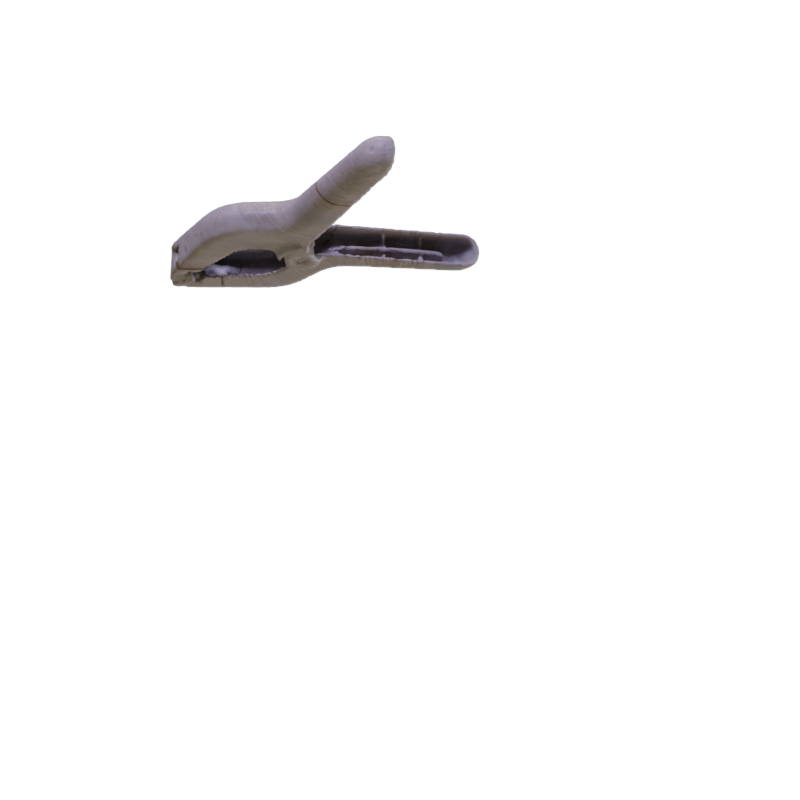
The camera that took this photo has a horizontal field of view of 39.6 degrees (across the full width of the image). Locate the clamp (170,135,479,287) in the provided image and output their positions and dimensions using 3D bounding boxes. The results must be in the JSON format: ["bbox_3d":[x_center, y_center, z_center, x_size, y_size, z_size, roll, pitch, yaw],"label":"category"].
[{"bbox_3d":[-0.059,-0.108,0.754,0.213,0.038,0.153,-12,-24,29],"label":"clamp"}]
